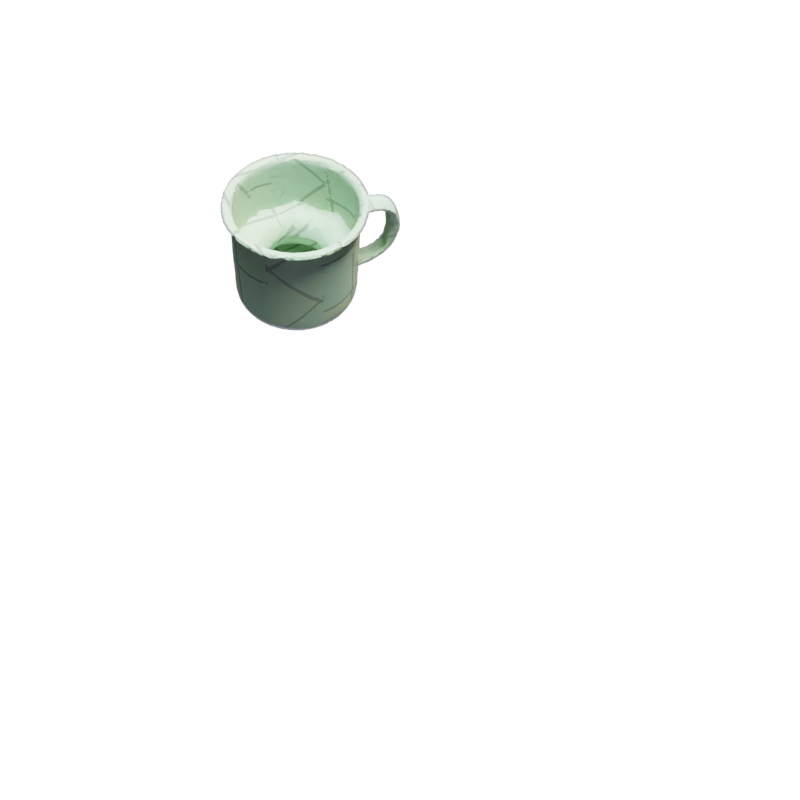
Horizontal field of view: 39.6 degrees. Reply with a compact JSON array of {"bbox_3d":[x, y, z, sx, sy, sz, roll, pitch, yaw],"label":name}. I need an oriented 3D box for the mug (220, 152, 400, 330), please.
[{"bbox_3d":[-0.056,-0.103,0.721,0.116,0.101,0.076,-17,-36,-14],"label":"mug"}]
